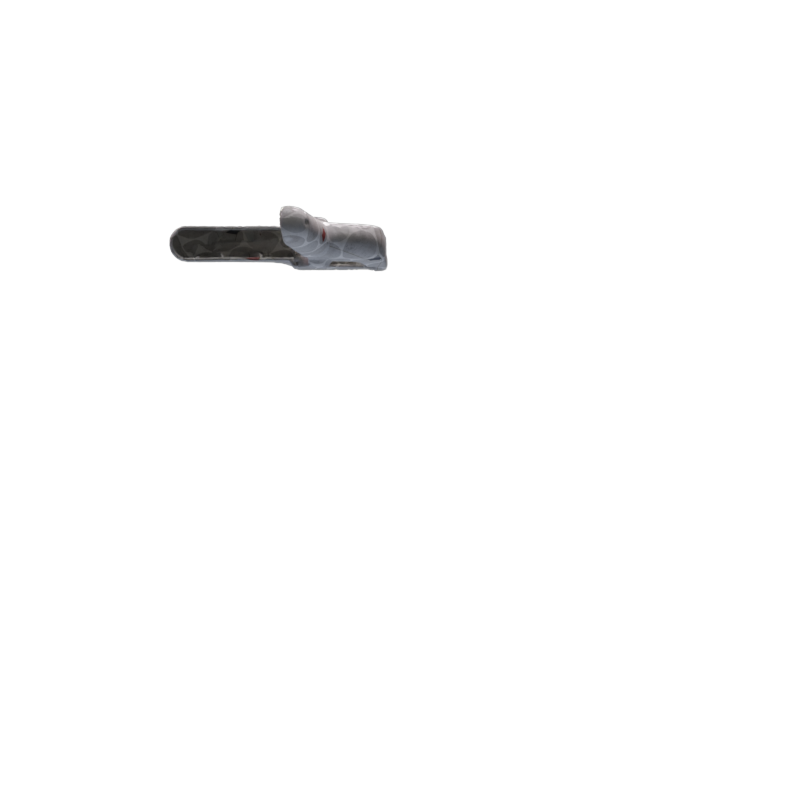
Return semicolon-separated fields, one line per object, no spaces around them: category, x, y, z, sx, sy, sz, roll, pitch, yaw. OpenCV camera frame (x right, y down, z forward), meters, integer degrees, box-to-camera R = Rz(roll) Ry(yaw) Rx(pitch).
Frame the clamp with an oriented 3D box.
clamp;-0.061;-0.111;0.775;0.165;0.039;0.125;-5;7;-41
